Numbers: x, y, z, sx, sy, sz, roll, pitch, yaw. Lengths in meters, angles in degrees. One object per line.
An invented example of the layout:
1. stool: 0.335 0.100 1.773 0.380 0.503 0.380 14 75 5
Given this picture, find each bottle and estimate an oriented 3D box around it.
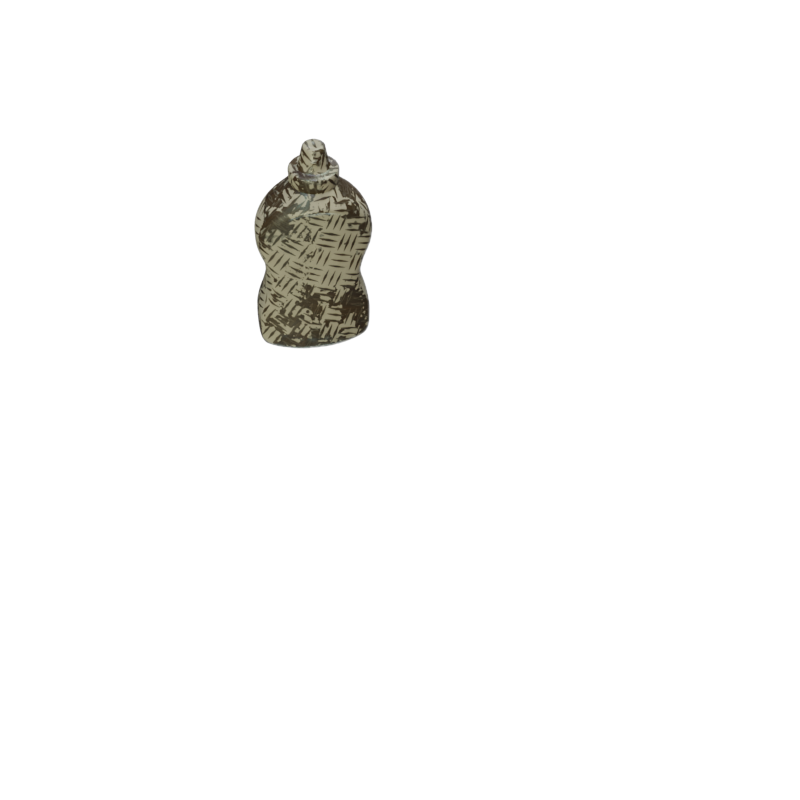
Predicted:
1. bottle: -0.072 -0.131 0.917 0.095 0.179 0.063 -4 41 -8
